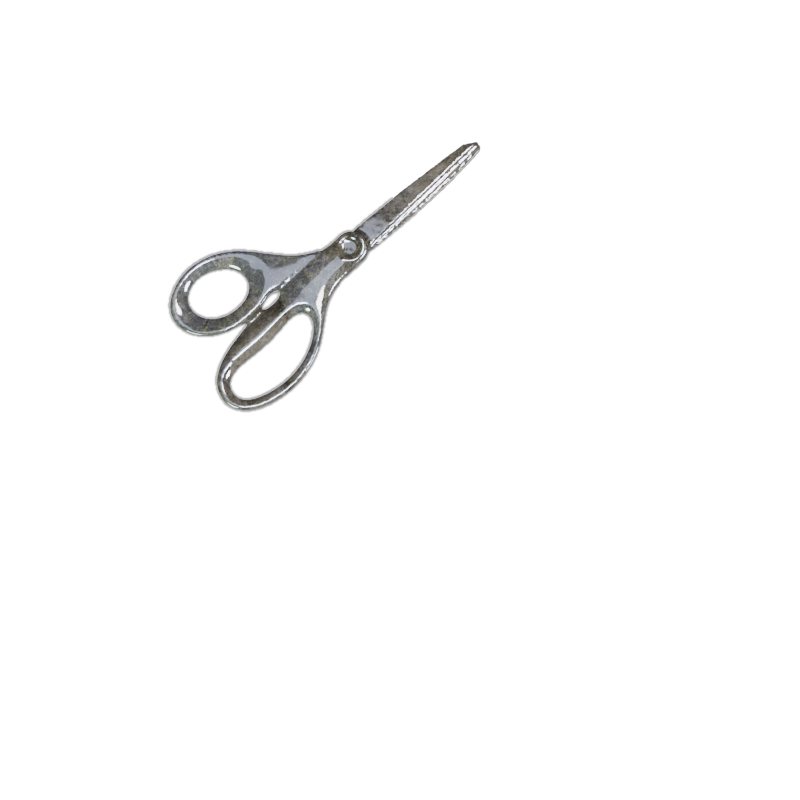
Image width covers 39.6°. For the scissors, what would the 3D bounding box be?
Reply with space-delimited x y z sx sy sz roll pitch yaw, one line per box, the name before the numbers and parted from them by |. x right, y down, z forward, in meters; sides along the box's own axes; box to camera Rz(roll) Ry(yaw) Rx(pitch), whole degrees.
scissors | -0.048 -0.088 0.616 0.098 0.205 0.015 32 -14 8
